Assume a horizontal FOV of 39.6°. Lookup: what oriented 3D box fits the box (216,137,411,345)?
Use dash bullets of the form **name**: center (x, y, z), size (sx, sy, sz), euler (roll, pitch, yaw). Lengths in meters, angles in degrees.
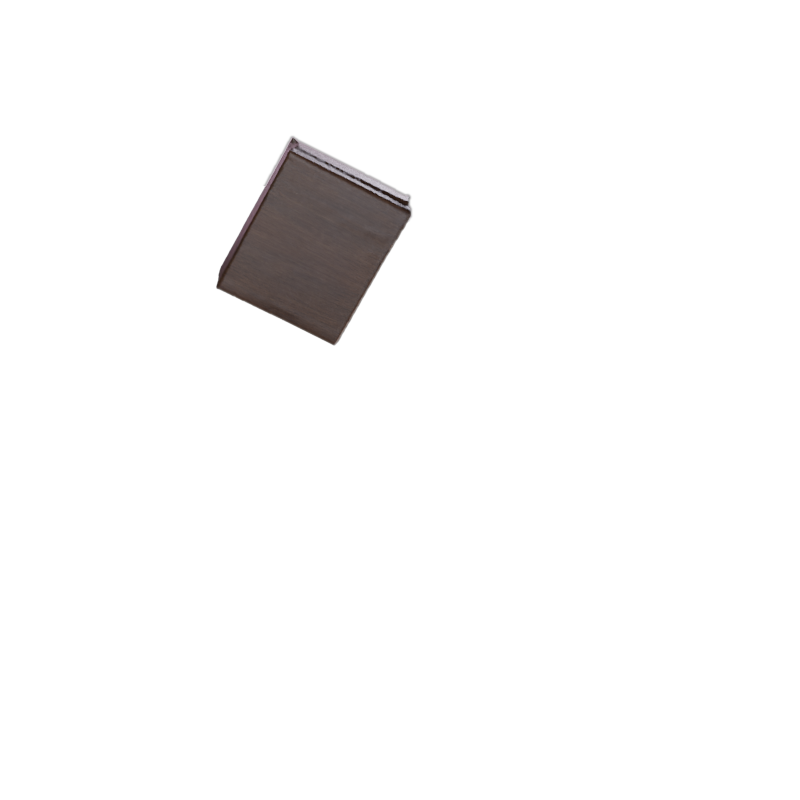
- **box**: center (-0.046, -0.085, 0.591), size (0.071, 0.087, 0.032), euler (27, 19, -11)
